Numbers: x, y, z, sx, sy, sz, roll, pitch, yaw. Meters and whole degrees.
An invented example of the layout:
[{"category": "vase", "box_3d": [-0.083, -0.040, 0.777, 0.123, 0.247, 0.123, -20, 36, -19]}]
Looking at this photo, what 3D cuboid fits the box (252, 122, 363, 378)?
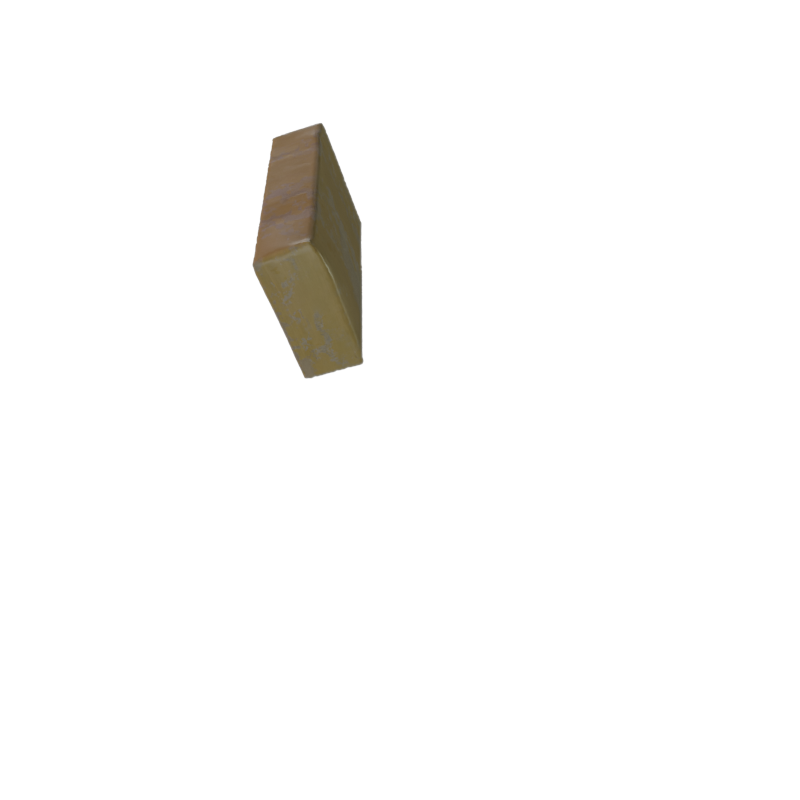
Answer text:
[{"category": "box", "box_3d": [-0.058, -0.106, 0.741, 0.048, 0.087, 0.188, -18, 33, 8]}]
